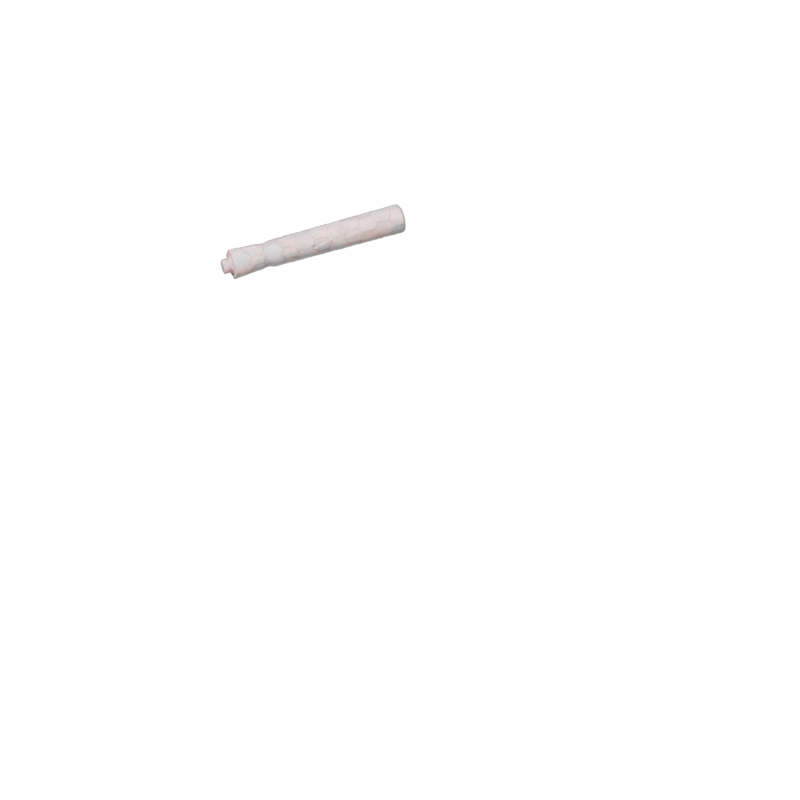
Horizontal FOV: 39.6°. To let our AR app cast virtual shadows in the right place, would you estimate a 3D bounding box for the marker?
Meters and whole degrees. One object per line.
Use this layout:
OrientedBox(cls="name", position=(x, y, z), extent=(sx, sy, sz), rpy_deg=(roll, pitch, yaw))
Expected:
OrientedBox(cls="marker", position=(-0.055, -0.100, 0.700), extent=(0.120, 0.019, 0.020), rpy_deg=(-18, 9, -15))
